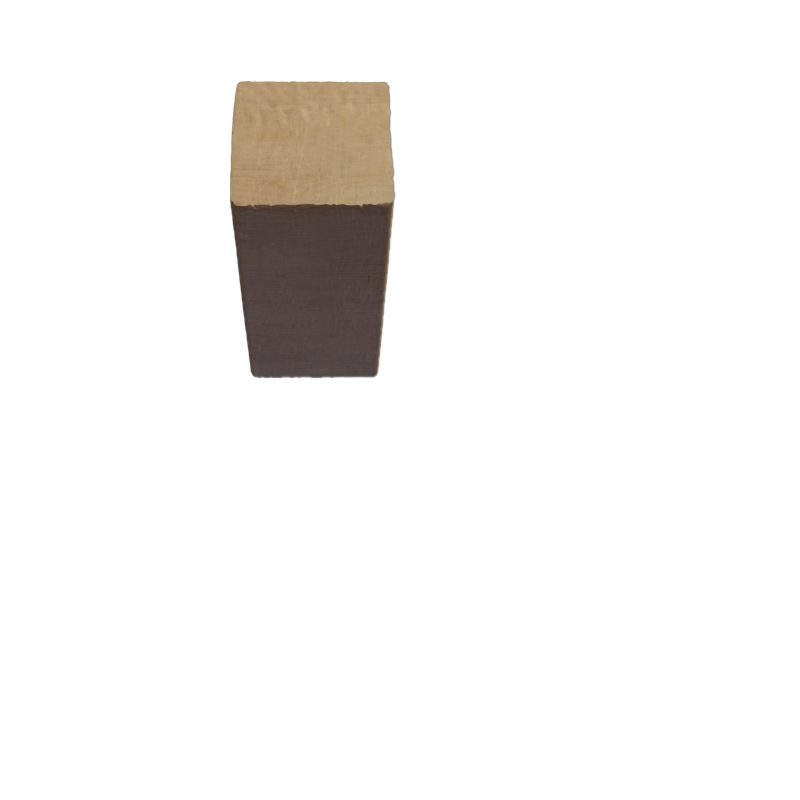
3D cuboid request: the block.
[{"bbox_3d":[-0.055,-0.099,0.698,0.090,0.096,0.194,0,-28,-3],"label":"block"}]
